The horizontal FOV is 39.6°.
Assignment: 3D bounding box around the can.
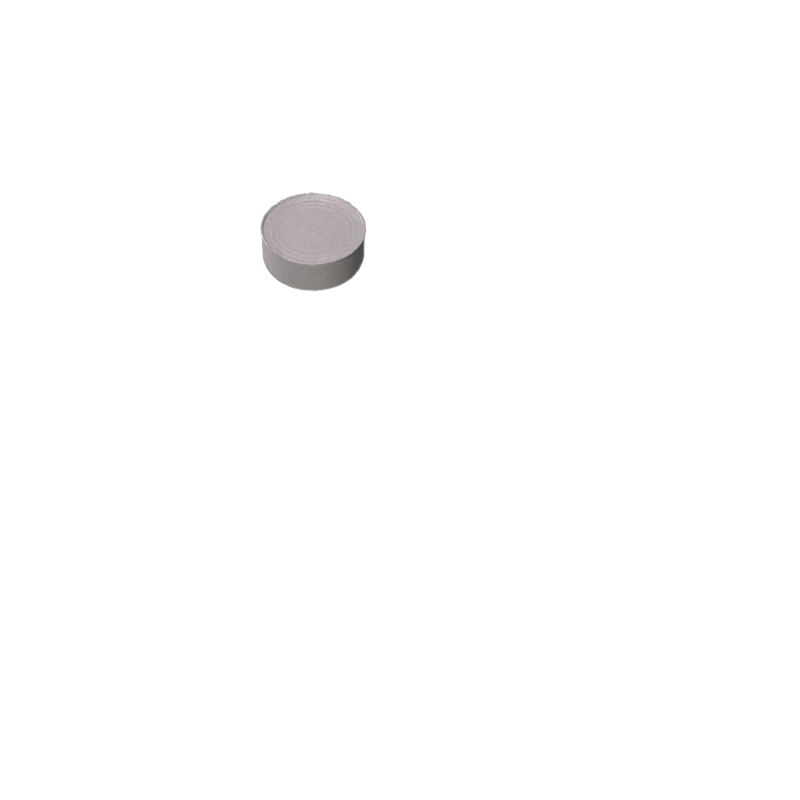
[{"bbox_3d":[-0.071,-0.130,0.910,0.086,0.092,0.031,-1,-43,-1],"label":"can"}]
